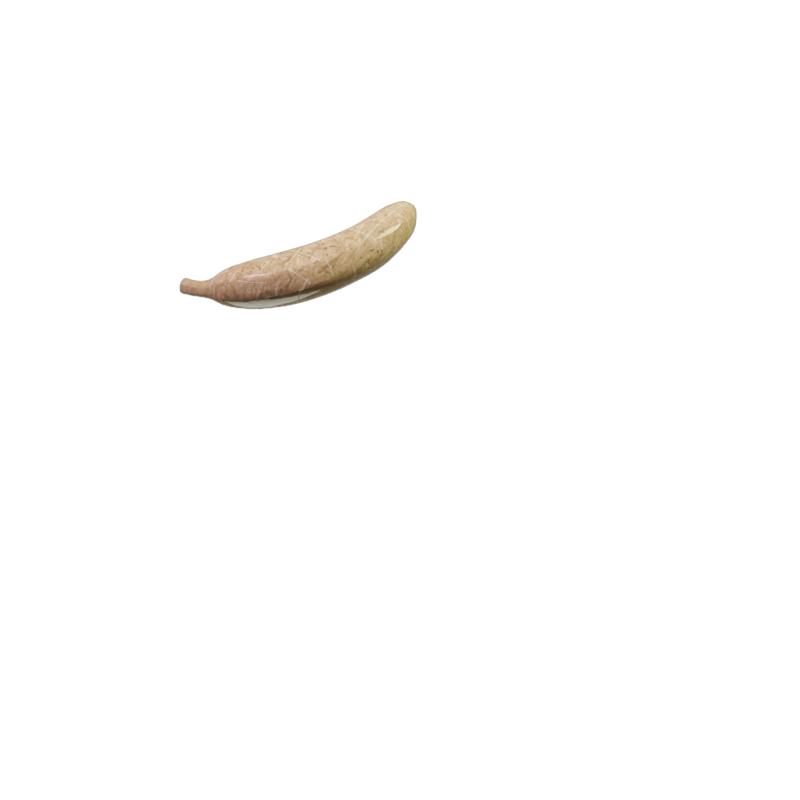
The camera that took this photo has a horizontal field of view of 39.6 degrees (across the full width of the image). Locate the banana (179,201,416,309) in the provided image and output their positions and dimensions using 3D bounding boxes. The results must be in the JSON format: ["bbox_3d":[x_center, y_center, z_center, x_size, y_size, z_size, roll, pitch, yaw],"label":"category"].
[{"bbox_3d":[-0.056,-0.104,0.791,0.196,0.034,0.075,-22,42,-26],"label":"banana"}]
